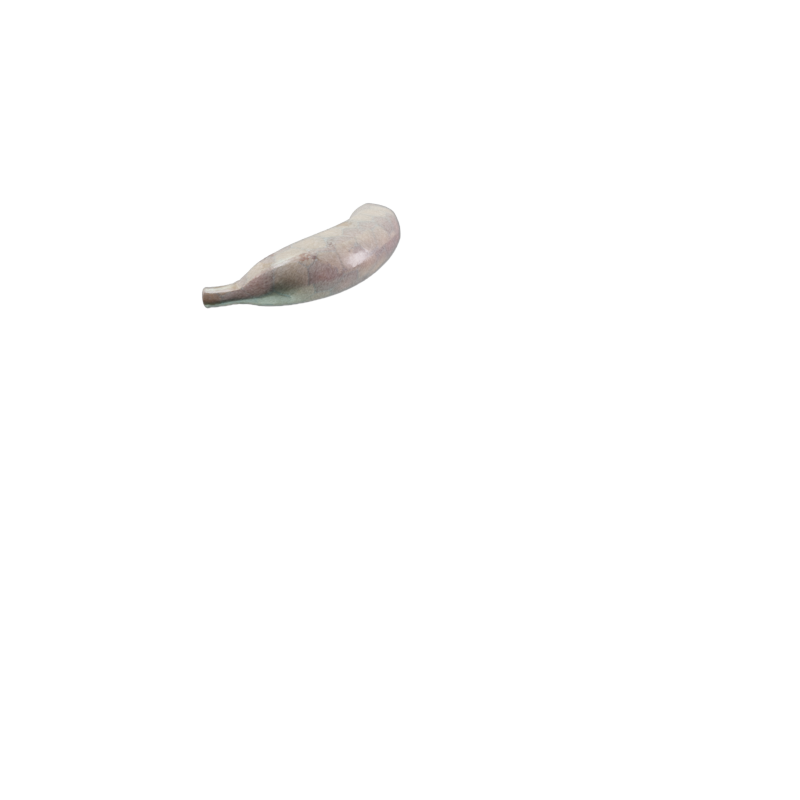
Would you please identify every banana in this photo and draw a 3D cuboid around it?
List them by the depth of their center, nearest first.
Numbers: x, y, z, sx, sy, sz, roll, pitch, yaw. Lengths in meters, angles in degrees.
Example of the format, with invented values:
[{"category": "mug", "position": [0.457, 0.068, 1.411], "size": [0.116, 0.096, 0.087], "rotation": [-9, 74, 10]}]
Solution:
[{"category": "banana", "position": [-0.041, -0.096, 0.693], "size": [0.072, 0.035, 0.198], "rotation": [11, 25, 26]}]
